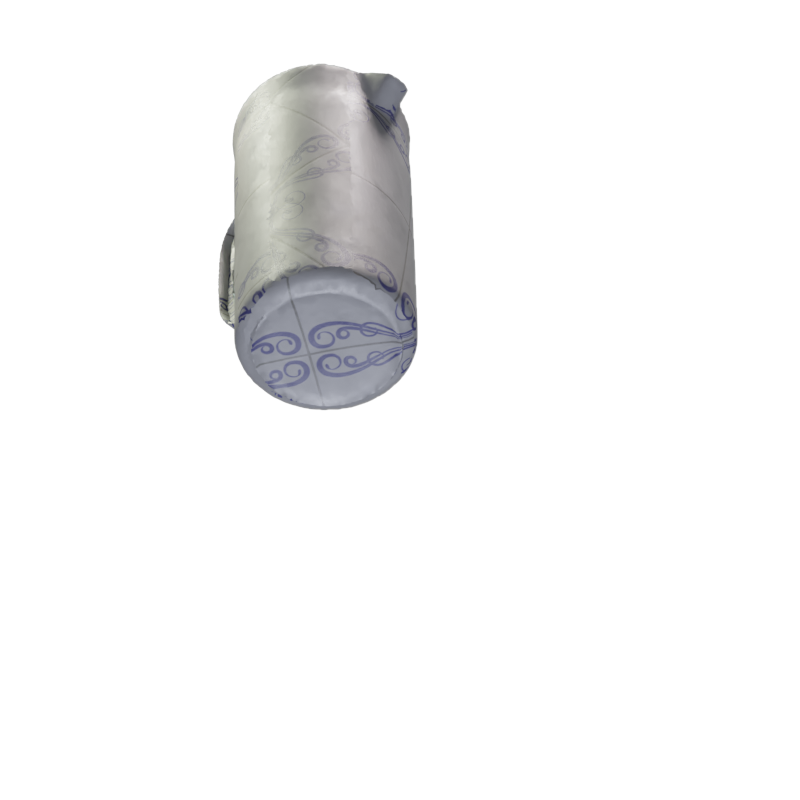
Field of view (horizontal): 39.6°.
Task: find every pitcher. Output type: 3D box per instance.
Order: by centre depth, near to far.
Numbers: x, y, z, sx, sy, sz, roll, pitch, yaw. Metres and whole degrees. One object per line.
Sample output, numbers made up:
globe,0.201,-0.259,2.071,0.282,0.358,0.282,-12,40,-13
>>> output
pitcher,-0.058,-0.106,0.743,0.145,0.139,0.260,-2,40,-2
